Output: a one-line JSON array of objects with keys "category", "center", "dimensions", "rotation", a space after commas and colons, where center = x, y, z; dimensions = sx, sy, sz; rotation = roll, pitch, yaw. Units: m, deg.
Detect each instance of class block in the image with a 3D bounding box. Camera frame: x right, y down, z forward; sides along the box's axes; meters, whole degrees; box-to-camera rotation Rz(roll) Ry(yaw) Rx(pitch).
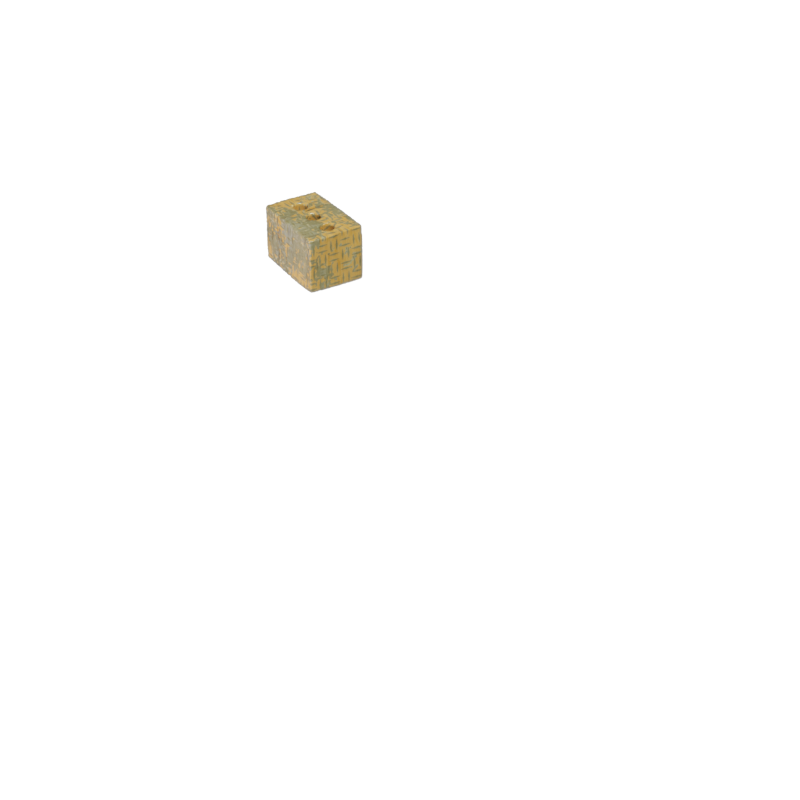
[{"category": "block", "center": [-0.075, -0.136, 0.954], "dimensions": [0.052, 0.048, 0.084], "rotation": [-19, 38, -28]}]
